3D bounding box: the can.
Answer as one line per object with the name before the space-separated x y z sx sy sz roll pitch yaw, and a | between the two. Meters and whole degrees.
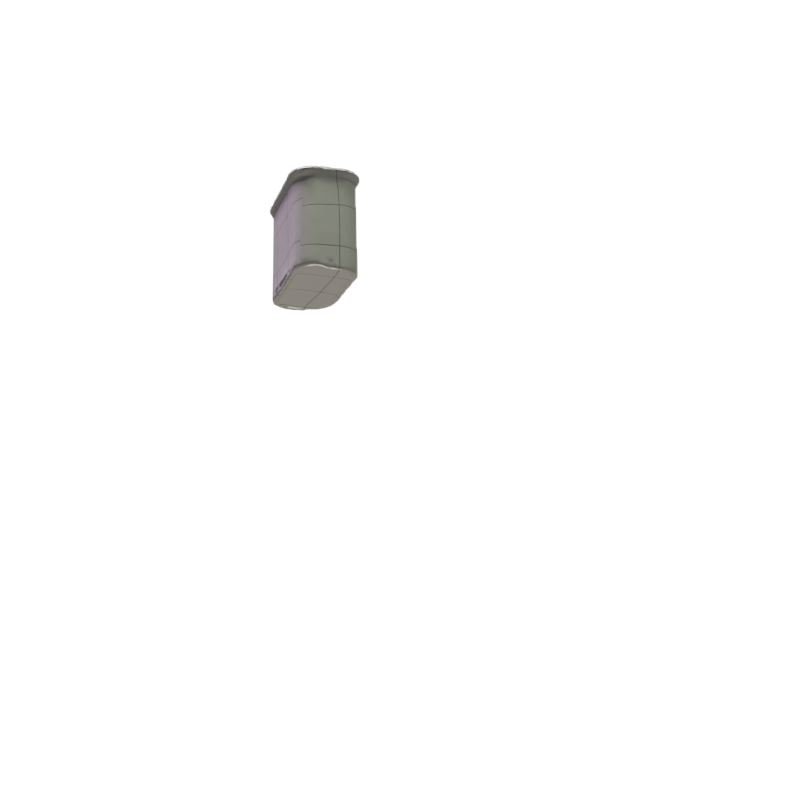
can | -0.069 -0.126 0.884 0.056 0.088 0.099 6 -20 -17
